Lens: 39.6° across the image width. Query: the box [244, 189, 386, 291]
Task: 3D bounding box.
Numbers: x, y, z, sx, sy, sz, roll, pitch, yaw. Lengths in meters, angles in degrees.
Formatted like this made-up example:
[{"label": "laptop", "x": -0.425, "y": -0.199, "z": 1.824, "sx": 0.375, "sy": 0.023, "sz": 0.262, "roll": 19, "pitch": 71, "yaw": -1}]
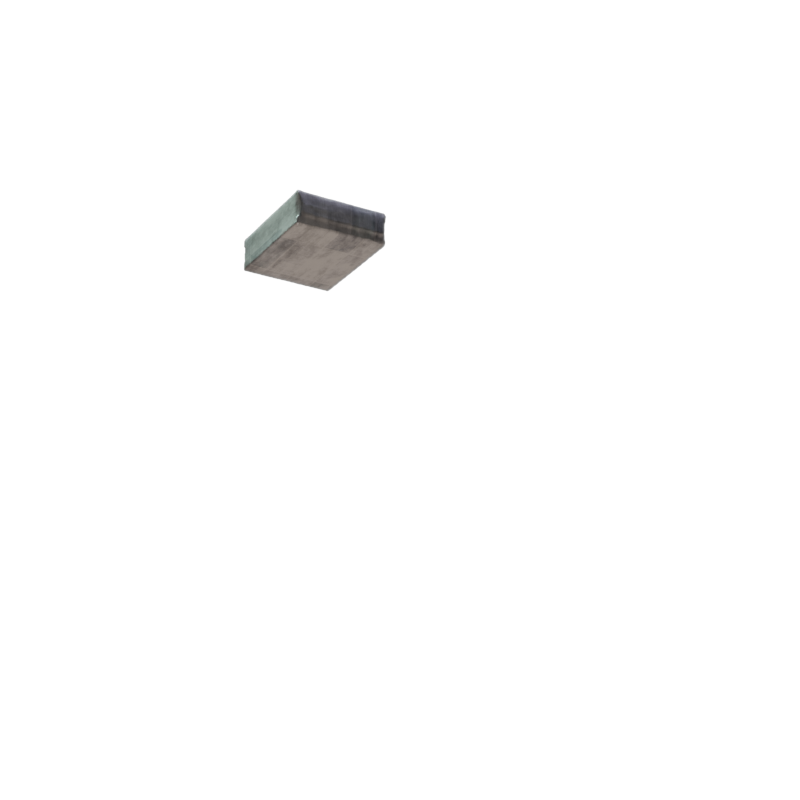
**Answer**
[{"label": "box", "x": -0.064, "y": -0.116, "z": 0.812, "sx": 0.070, "sy": 0.032, "sz": 0.088, "roll": 12, "pitch": -26, "yaw": -28}]
